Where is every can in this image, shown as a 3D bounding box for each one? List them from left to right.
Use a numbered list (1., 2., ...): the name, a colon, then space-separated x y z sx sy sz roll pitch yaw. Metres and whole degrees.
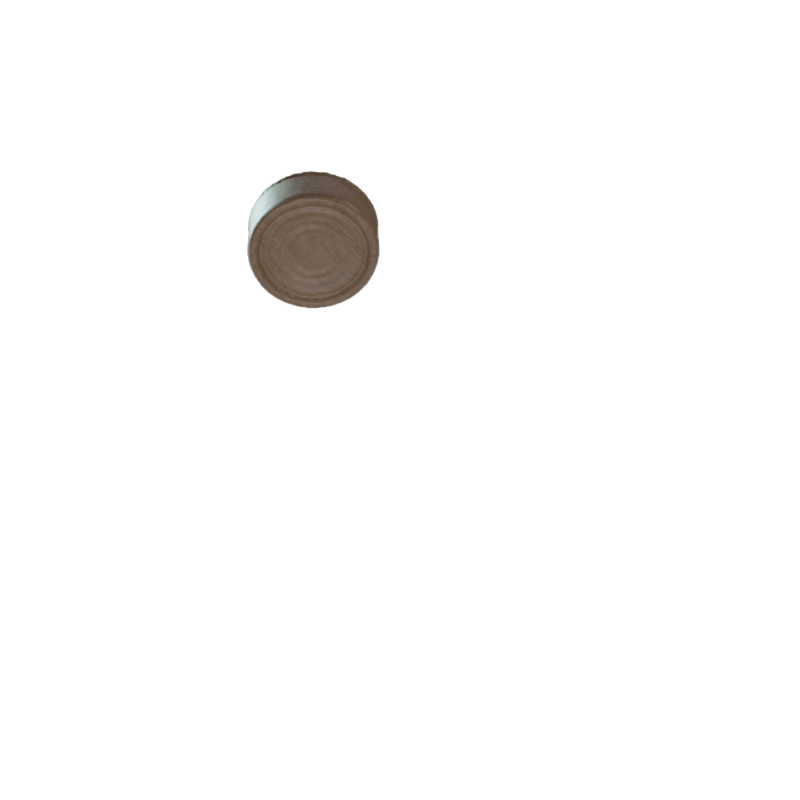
1. can: -0.056 -0.102 0.715 0.086 0.081 0.036 1 34 -1
